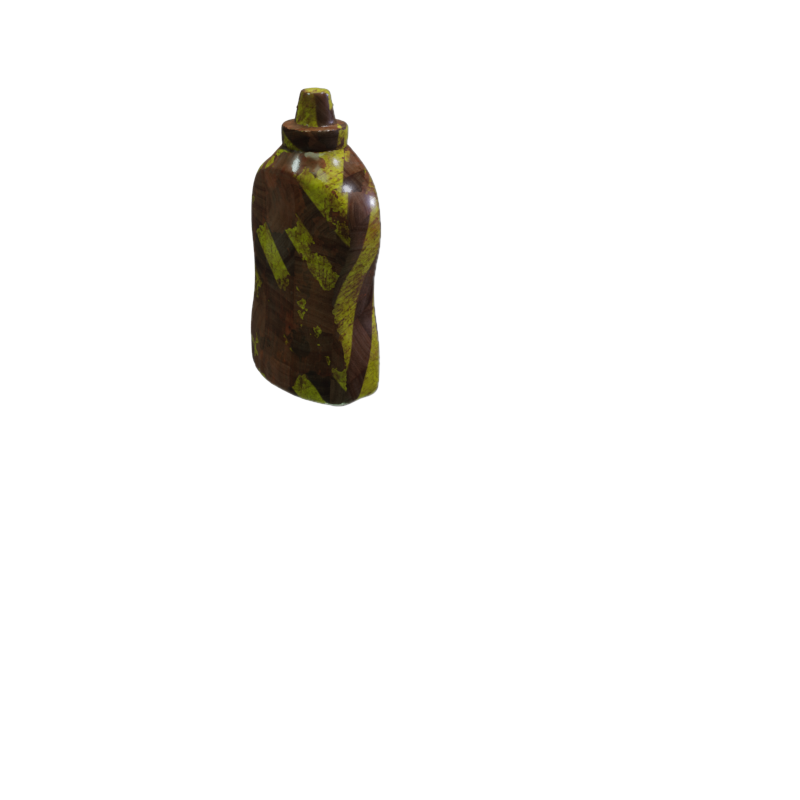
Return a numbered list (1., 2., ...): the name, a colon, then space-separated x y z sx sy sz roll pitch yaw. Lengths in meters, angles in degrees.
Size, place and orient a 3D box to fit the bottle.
1. bottle: -0.054 -0.099 0.695 0.057 0.183 0.102 -15 26 -39
